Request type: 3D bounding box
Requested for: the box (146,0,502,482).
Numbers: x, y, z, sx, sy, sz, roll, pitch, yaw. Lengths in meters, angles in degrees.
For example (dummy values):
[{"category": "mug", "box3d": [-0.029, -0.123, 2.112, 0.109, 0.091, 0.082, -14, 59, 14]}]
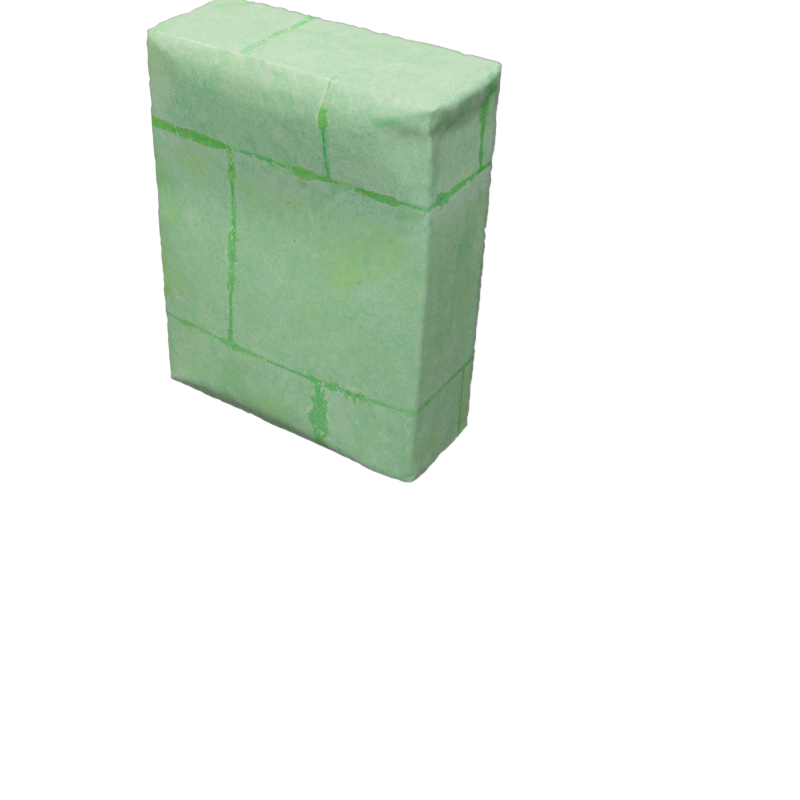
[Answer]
[{"category": "box", "box3d": [-0.044, -0.081, 0.567, 0.173, 0.200, 0.073, 23, 39, 27]}]
